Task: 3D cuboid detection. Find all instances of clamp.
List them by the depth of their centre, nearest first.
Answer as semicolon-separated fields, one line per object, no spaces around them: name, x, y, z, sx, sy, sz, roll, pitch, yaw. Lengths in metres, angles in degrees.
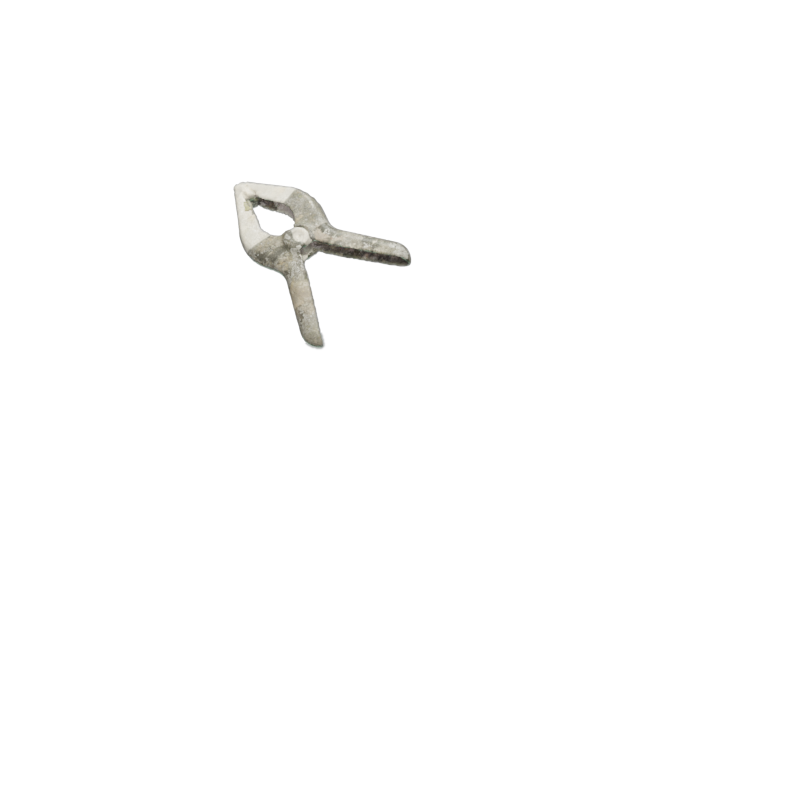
clamp;-0.077;-0.140;0.984;0.120;0.181;0.037;-33;-21;-15
